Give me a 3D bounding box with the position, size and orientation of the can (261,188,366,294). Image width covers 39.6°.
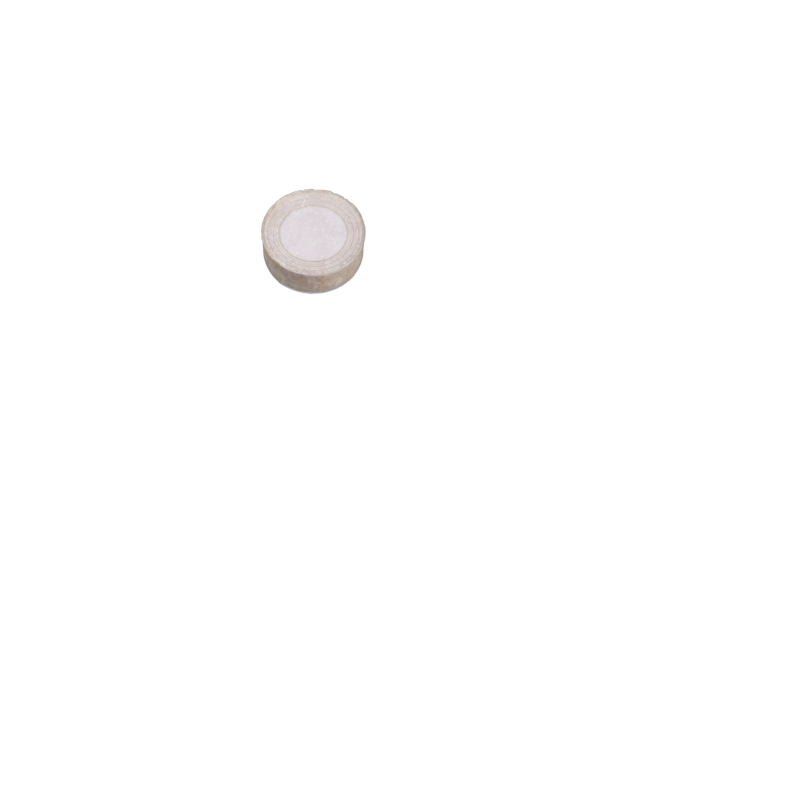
[{"bbox_3d":[-0.072,-0.131,0.920,0.086,0.092,0.031,-1,-31,-1],"label":"can"}]
